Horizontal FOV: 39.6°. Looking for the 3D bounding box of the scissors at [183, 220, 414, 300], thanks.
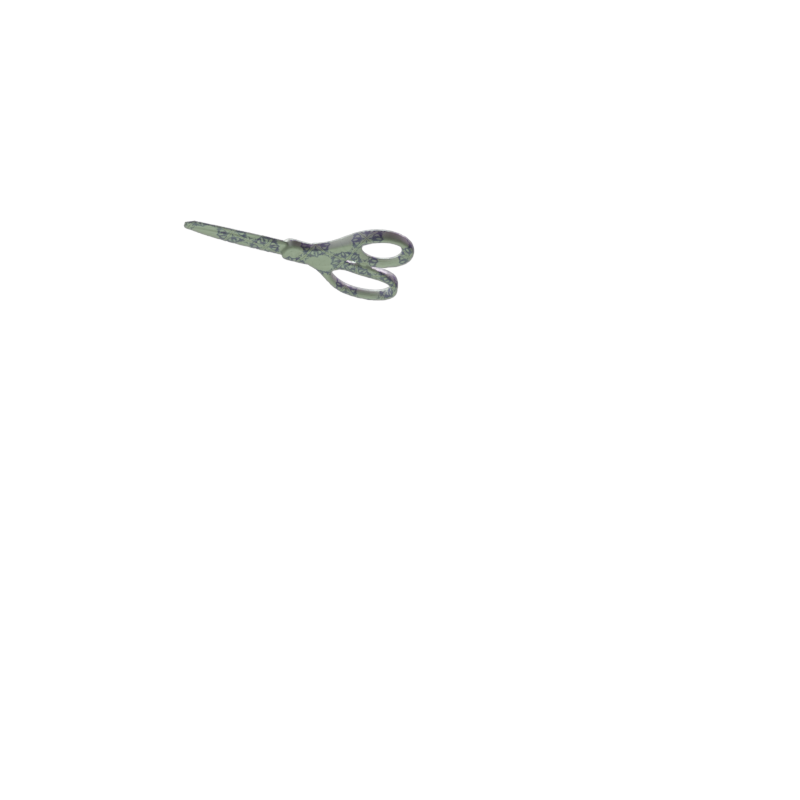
[{"bbox_3d":[-0.074,-0.135,0.946,0.191,0.017,0.095,23,-40,-29],"label":"scissors"}]
